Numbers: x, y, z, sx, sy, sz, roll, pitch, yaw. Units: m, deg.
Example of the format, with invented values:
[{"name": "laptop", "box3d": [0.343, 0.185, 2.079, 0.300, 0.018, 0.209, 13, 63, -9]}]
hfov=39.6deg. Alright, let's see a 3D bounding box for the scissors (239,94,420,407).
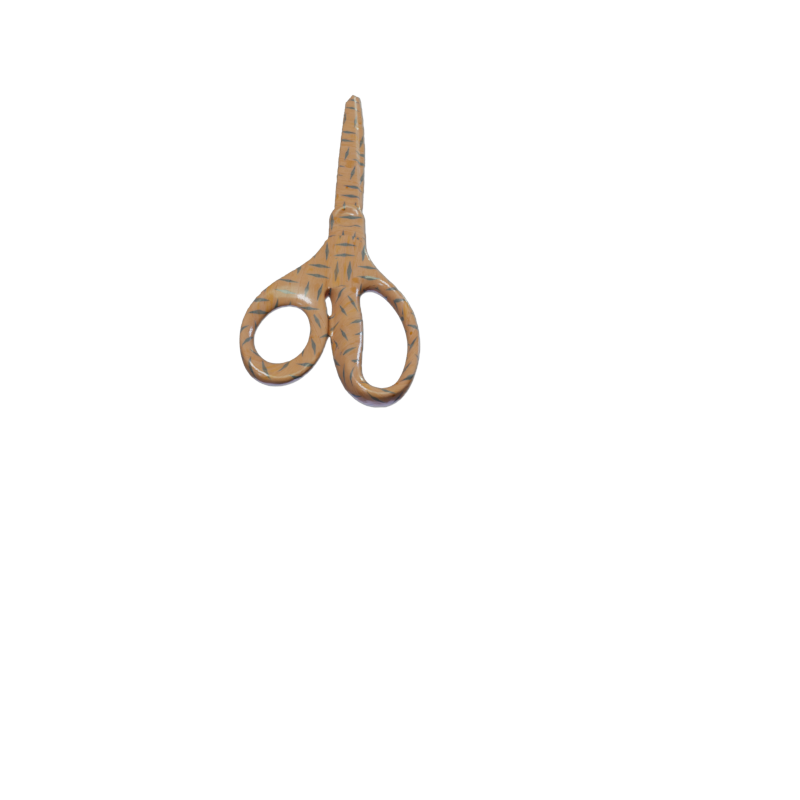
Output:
[{"name": "scissors", "box3d": [-0.045, -0.082, 0.577, 0.095, 0.217, 0.015, -11, -35, -8]}]
